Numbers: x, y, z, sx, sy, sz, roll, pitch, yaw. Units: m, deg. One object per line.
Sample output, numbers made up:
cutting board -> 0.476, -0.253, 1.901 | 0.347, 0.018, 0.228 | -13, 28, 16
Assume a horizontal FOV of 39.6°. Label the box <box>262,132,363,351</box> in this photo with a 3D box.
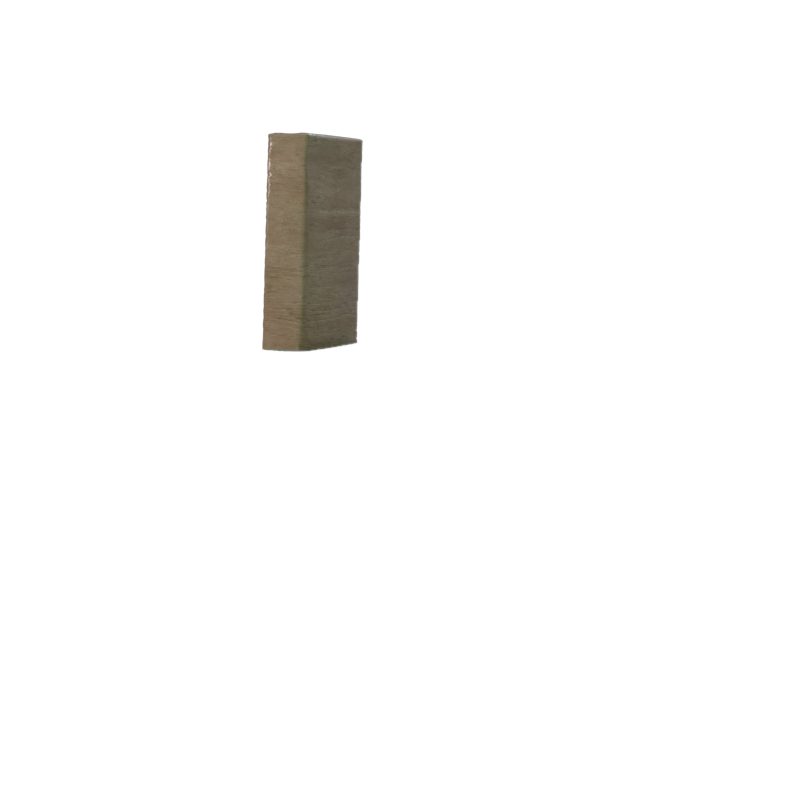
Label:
box -> -0.072, -0.131, 0.920 | 0.050, 0.176, 0.090 | 1, 2, 29
